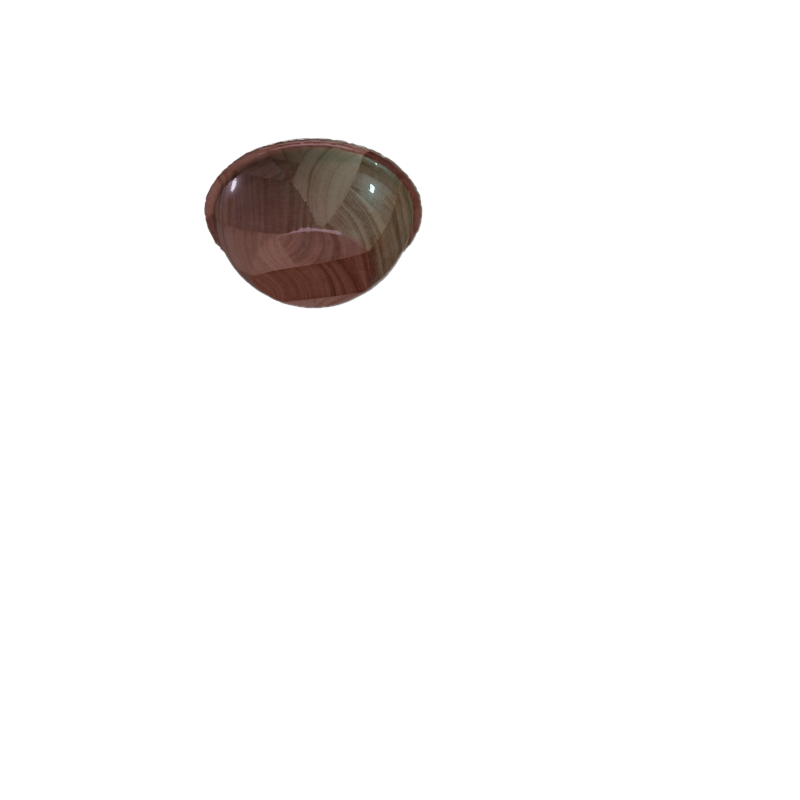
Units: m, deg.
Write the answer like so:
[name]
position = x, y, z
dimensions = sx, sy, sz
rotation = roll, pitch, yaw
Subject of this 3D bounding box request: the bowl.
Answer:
[bowl]
position = -0.063, -0.115, 0.808
dimensions = 0.162, 0.059, 0.151
rotation = 1, -35, -2
